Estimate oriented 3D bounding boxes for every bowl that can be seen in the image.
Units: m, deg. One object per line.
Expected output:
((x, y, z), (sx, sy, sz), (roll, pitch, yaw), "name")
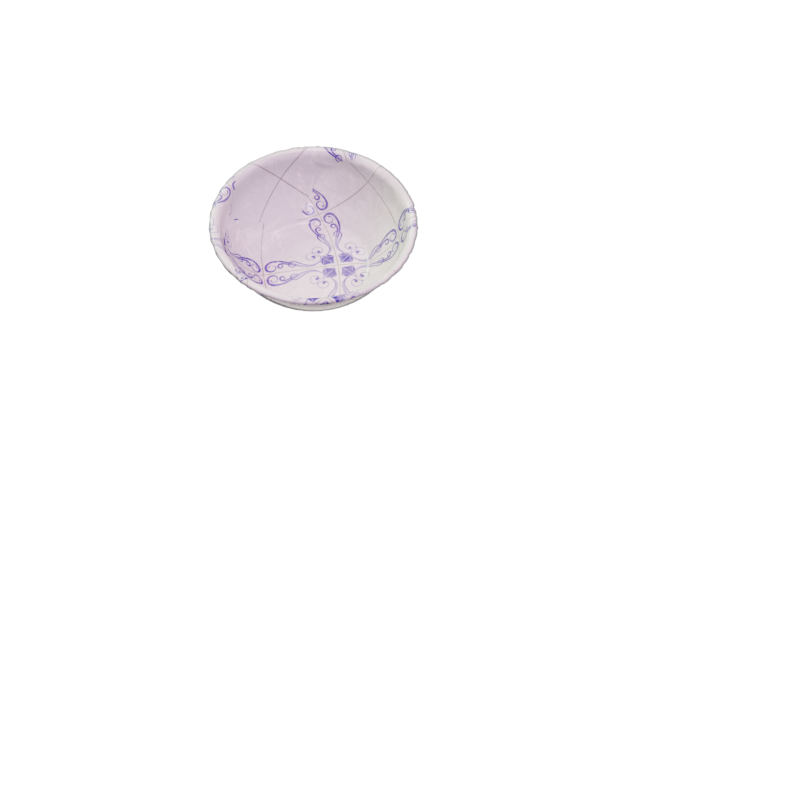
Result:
((-0.069, -0.125, 0.876), (0.162, 0.174, 0.051), (-1, -37, -1), "bowl")
